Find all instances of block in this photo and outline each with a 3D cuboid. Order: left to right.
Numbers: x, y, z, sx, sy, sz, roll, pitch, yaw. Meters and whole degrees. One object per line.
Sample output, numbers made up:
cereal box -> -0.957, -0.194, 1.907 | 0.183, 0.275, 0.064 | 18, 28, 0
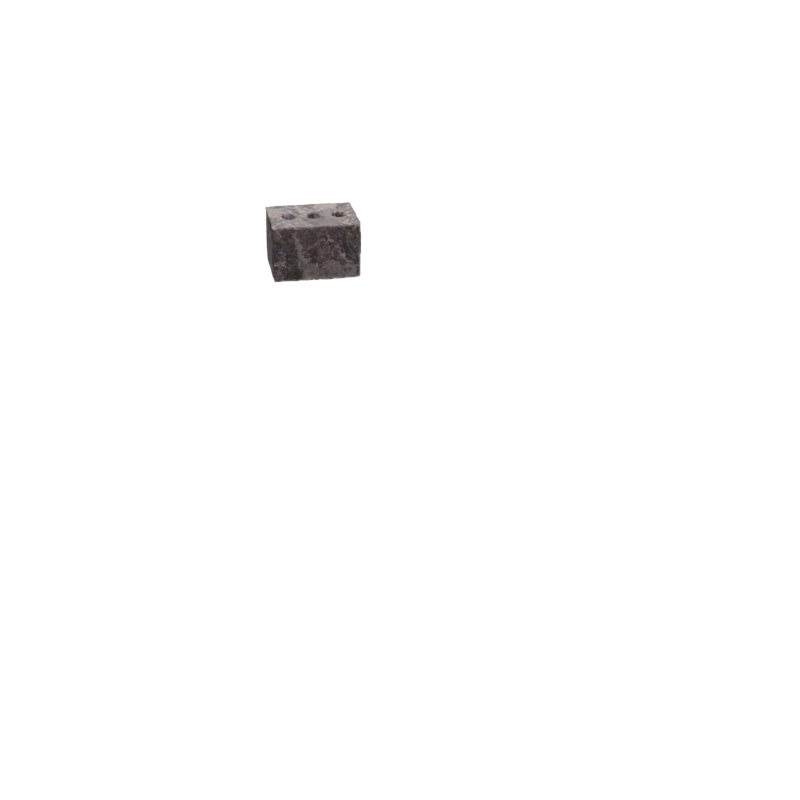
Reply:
block -> -0.075, -0.137, 0.962 | 0.077, 0.049, 0.056 | -4, 27, -10
